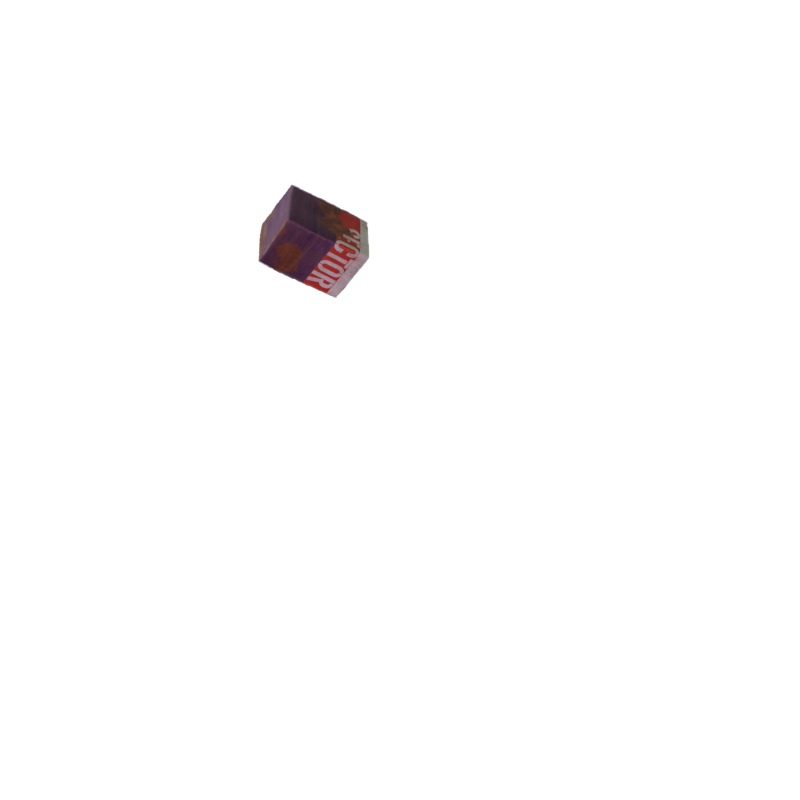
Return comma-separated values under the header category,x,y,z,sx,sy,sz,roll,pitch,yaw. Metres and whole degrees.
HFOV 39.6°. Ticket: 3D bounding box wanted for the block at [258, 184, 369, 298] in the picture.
category,x,y,z,sx,sy,sz,roll,pitch,yaw
block,-0.072,-0.131,0.917,0.075,0.055,0.051,25,-54,-21
